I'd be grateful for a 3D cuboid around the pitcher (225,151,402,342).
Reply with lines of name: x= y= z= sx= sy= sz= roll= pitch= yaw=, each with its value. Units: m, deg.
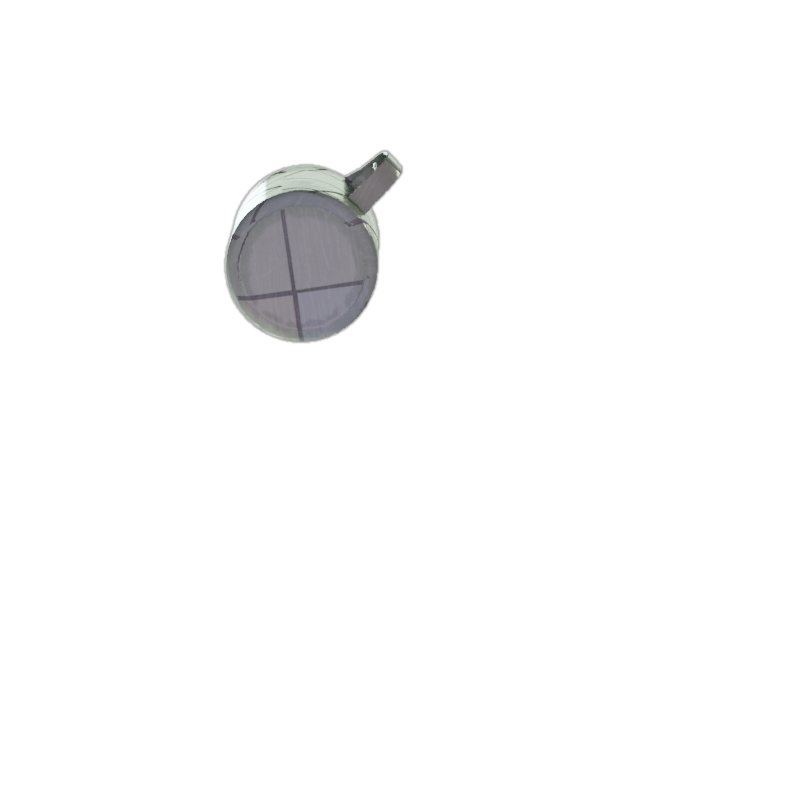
pitcher: x=-0.069 y=-0.127 z=0.887 sx=0.144 sy=0.147 sz=0.249 roll=2 pitch=11 yaw=-4
